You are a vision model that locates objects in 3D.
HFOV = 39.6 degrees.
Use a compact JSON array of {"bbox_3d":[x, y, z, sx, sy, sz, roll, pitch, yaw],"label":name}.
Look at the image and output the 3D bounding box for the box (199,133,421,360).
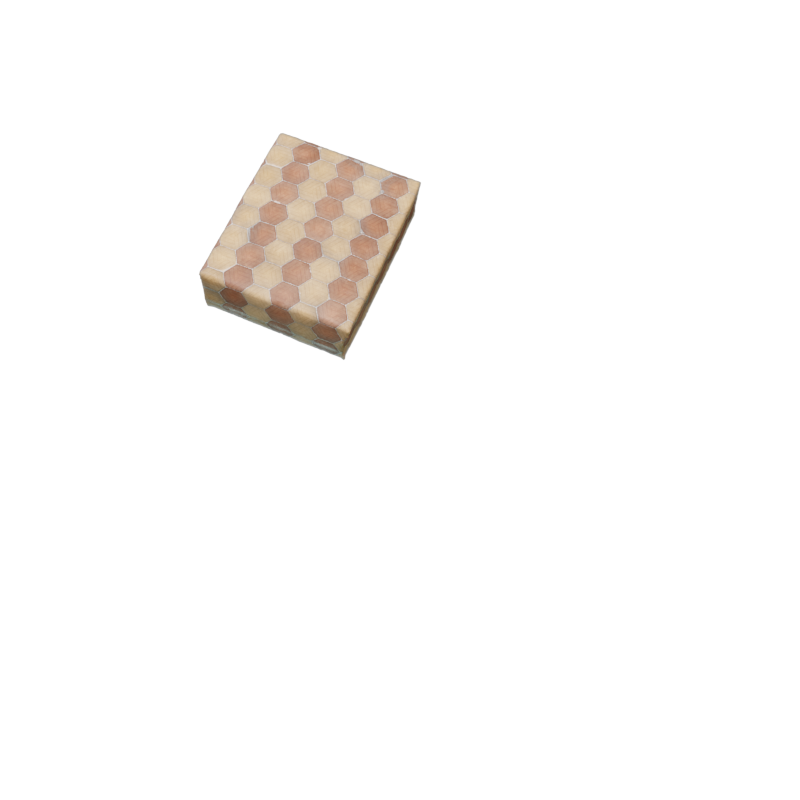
[{"bbox_3d":[-0.050,-0.090,0.633,0.092,0.118,0.036,19,-28,10],"label":"box"}]
